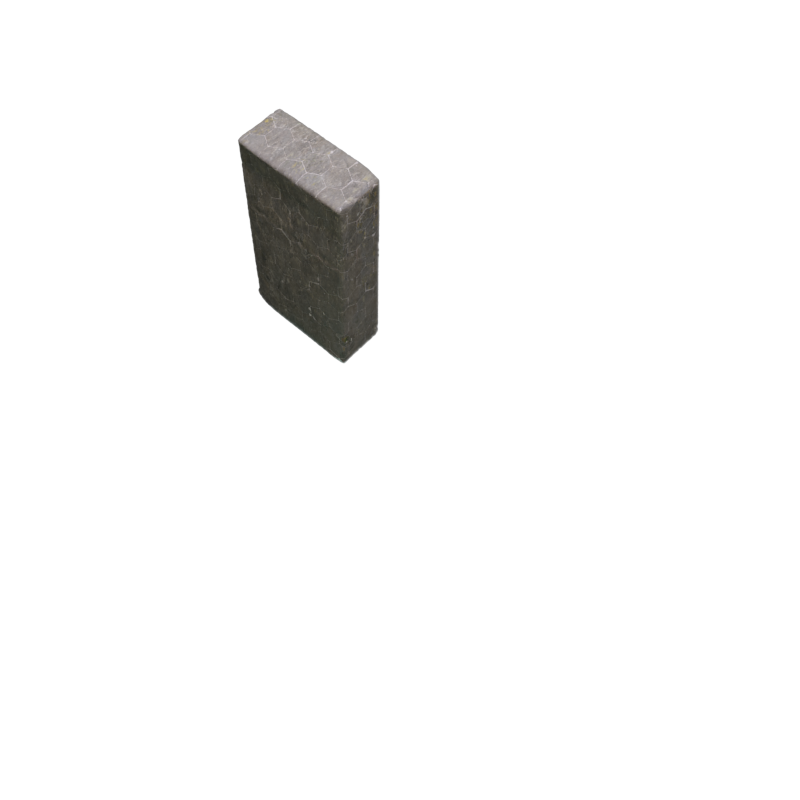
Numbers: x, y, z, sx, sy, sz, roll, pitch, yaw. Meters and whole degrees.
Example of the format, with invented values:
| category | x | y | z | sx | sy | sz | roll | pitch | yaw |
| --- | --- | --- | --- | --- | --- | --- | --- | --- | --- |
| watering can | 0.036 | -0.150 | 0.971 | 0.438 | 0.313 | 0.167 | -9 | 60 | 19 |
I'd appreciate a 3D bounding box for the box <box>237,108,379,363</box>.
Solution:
| category | x | y | z | sx | sy | sz | roll | pitch | yaw |
| --- | --- | --- | --- | --- | --- | --- | --- | --- | --- |
| box | -0.059 | -0.109 | 0.764 | 0.049 | 0.099 | 0.165 | -40 | -24 | -26 |
